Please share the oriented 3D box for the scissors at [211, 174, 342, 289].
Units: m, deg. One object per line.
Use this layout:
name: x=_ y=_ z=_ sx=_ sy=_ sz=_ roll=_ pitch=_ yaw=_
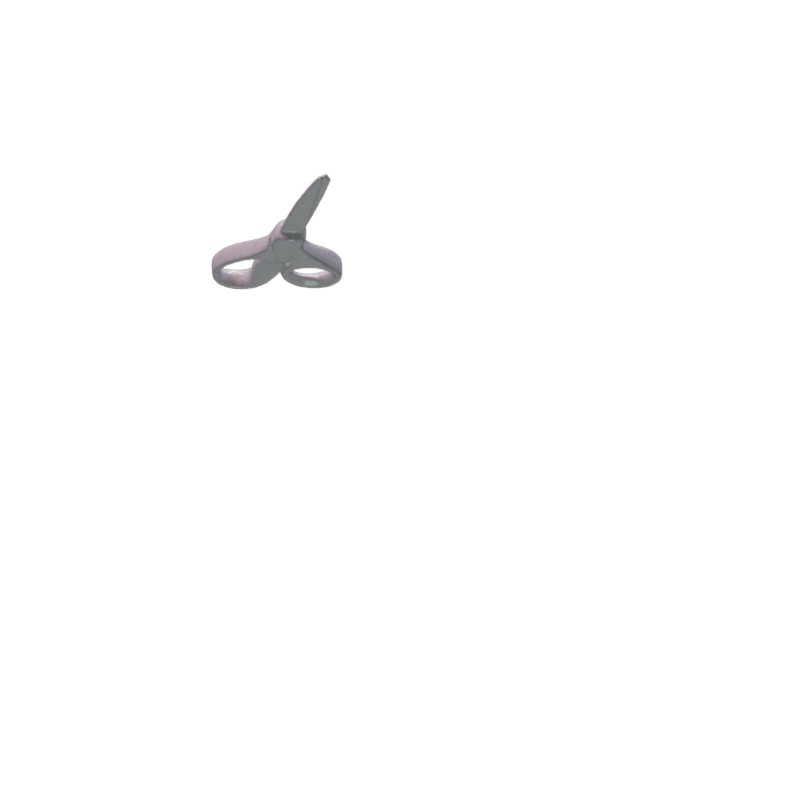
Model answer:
scissors: x=-0.054 y=-0.098 z=0.690 sx=0.092 sy=0.016 sz=0.203 roll=6 pitch=-12 yaw=-30
